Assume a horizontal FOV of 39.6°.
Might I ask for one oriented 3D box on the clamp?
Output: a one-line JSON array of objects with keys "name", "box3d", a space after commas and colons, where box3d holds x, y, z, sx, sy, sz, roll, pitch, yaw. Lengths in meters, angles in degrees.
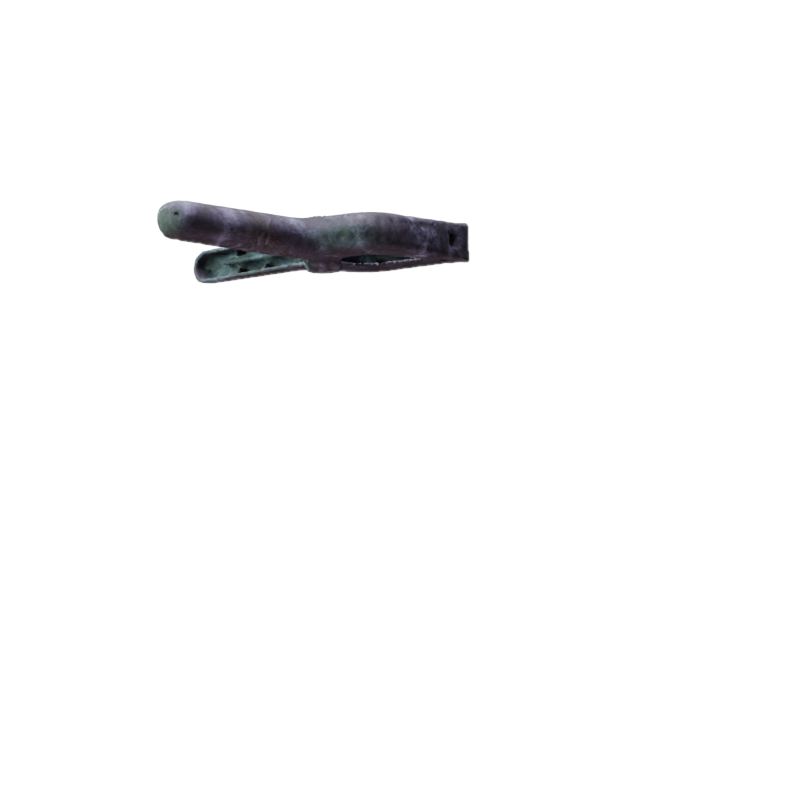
[{"name": "clamp", "box3d": [-0.059, -0.108, 0.760, 0.212, 0.037, 0.159, -1, -5, 8]}]
